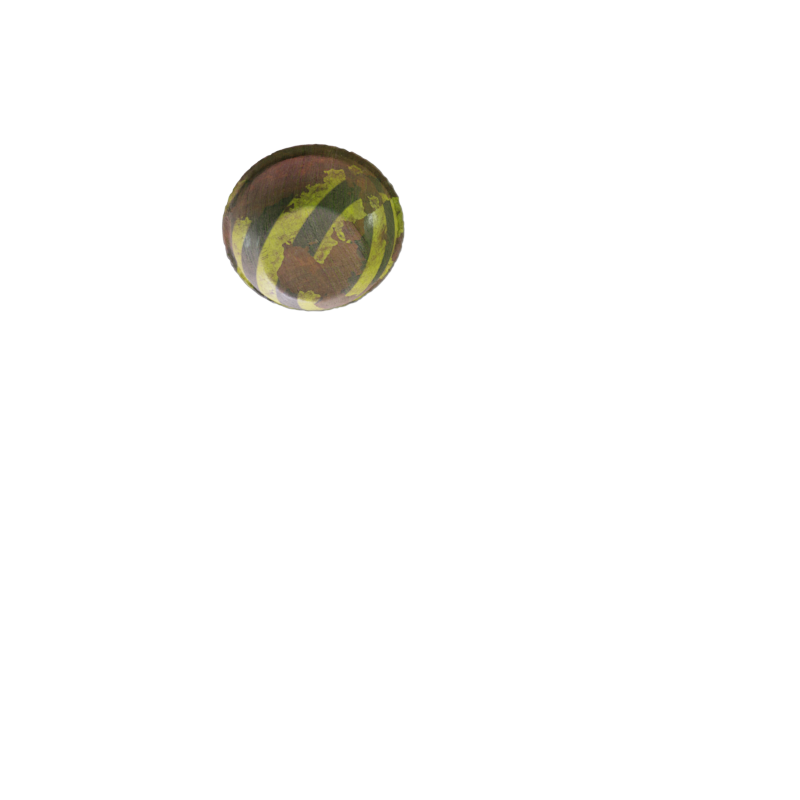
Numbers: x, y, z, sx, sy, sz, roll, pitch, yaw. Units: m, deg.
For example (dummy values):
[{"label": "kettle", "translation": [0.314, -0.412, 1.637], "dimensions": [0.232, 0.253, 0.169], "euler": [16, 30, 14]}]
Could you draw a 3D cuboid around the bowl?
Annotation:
[{"label": "bowl", "translation": [-0.075, -0.137, 0.959], "dimensions": [0.162, 0.153, 0.058], "euler": [1, 26, -1]}]
